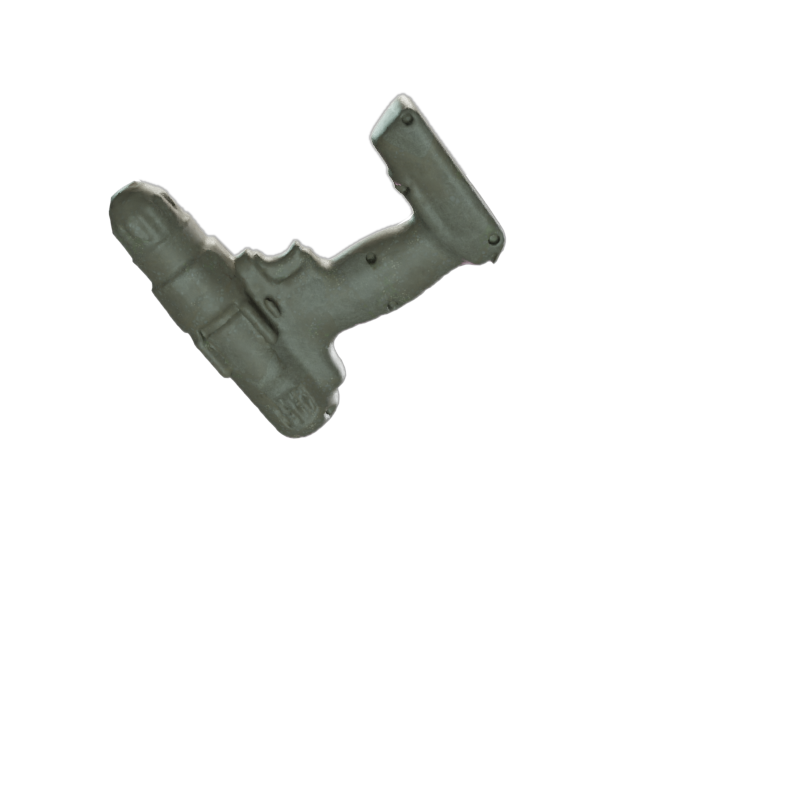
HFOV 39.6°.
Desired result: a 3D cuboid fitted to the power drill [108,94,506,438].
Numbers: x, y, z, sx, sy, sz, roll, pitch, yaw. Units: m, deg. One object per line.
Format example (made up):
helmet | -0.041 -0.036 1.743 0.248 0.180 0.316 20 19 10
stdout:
power drill | -0.050 -0.091 0.641 0.187 0.177 0.060 -35 16 11
